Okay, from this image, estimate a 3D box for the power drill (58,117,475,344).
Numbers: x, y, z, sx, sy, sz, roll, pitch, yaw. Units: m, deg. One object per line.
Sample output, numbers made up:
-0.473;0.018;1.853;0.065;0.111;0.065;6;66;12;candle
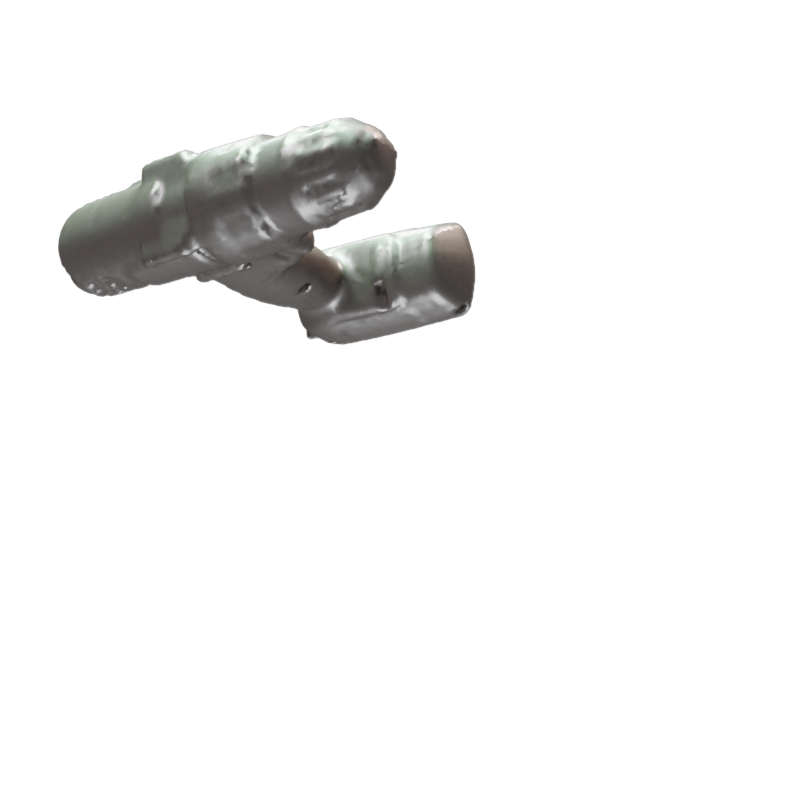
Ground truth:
-0.042;-0.077;0.541;0.189;0.059;0.177;-8;-14;36;power drill
